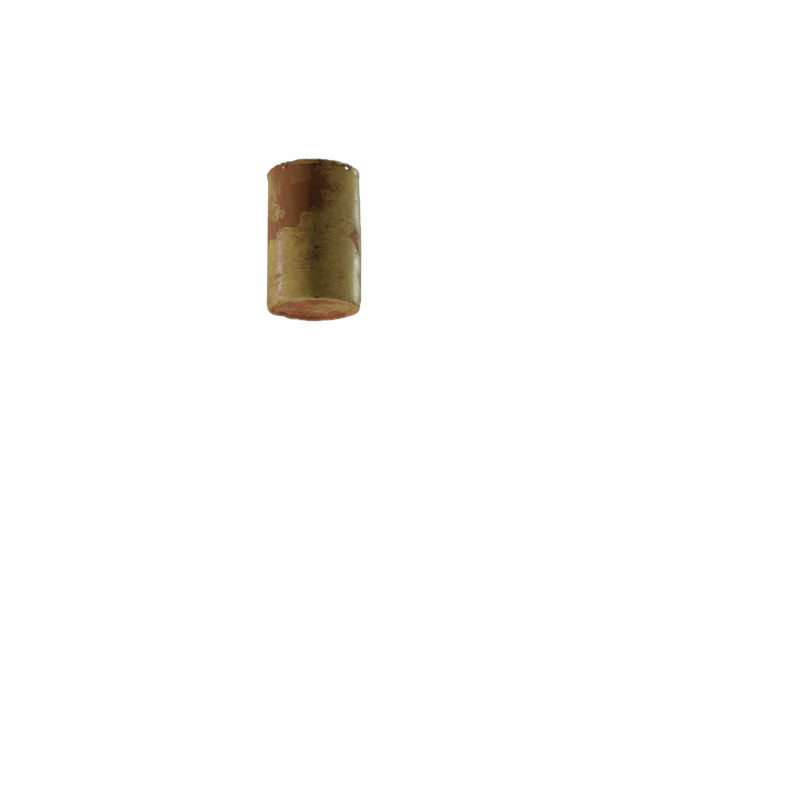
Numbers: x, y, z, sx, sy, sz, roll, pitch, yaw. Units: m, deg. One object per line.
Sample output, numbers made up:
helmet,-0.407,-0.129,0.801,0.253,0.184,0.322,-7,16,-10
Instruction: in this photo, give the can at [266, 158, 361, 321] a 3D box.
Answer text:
can,-0.062,-0.113,0.794,0.068,0.106,0.066,0,-15,-2
